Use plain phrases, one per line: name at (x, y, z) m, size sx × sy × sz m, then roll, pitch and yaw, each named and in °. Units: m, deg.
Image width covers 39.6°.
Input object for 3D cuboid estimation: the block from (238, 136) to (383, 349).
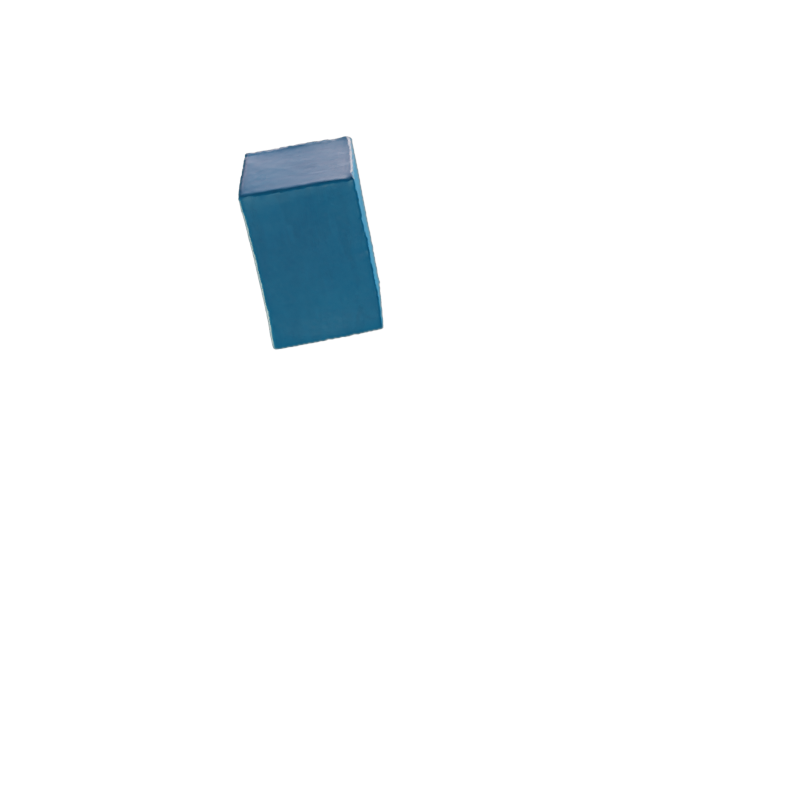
block at (-0.040, -0.072, 0.506) m, size 0.053 × 0.073 × 0.054 m, roll -9°, pitch 28°, yaw 3°
